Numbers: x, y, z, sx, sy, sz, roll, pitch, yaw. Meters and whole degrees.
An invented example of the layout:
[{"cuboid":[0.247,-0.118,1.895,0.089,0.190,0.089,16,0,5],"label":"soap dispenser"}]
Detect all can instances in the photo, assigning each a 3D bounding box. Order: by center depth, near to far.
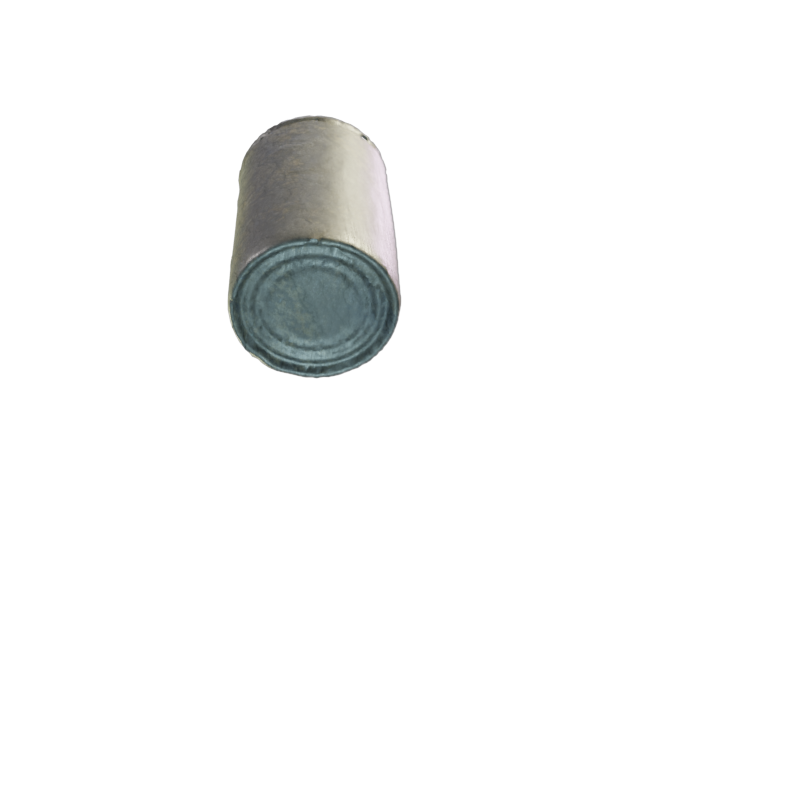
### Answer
[{"cuboid":[-0.036,-0.066,0.462,0.068,0.064,0.109,-1,37,-3],"label":"can"}]
